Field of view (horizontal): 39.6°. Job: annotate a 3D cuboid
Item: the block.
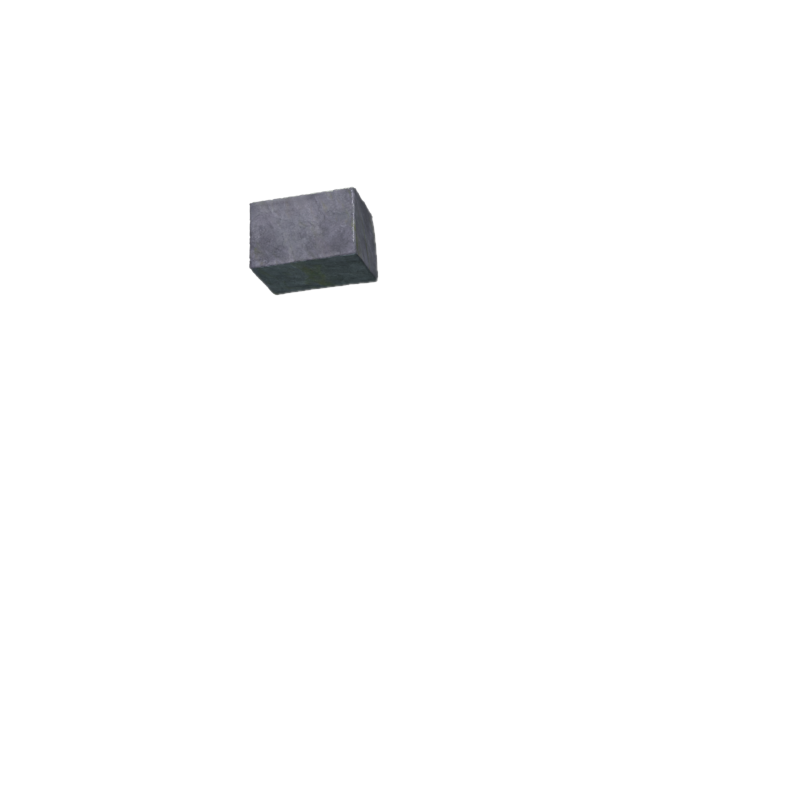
[{"bbox_3d":[-0.060,-0.109,0.763,0.079,0.054,0.049,-6,-21,15],"label":"block"}]
